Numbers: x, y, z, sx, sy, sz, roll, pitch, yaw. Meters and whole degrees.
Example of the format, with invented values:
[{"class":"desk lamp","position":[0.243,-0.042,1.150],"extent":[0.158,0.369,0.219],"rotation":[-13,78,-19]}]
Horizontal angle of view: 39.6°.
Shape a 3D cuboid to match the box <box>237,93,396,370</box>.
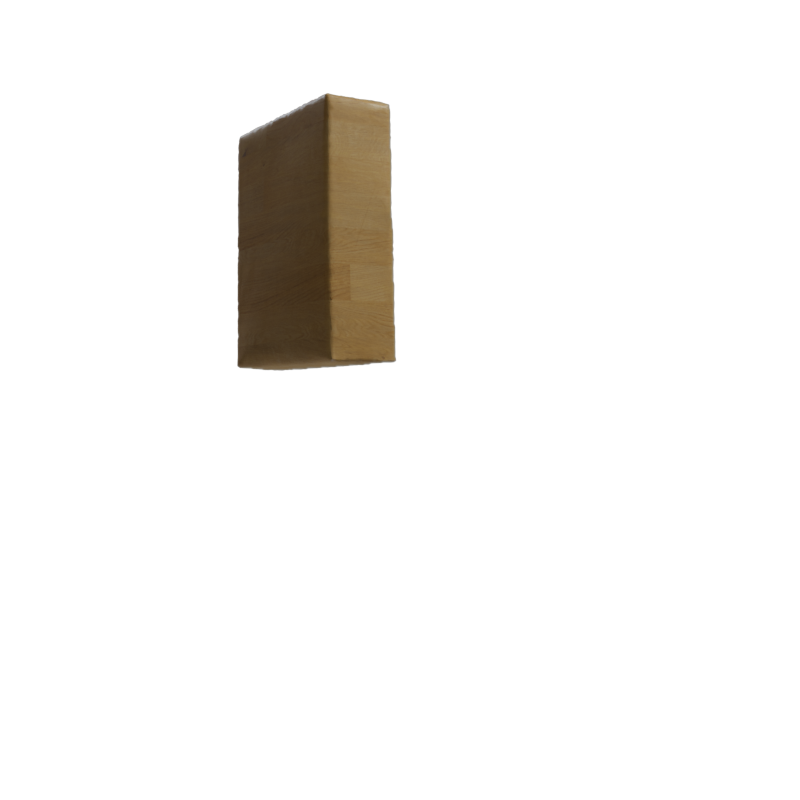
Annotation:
[{"class":"box","position":[-0.074,-0.135,0.945],"extent":[0.069,0.218,0.168],"rotation":[5,-8,-33]}]
